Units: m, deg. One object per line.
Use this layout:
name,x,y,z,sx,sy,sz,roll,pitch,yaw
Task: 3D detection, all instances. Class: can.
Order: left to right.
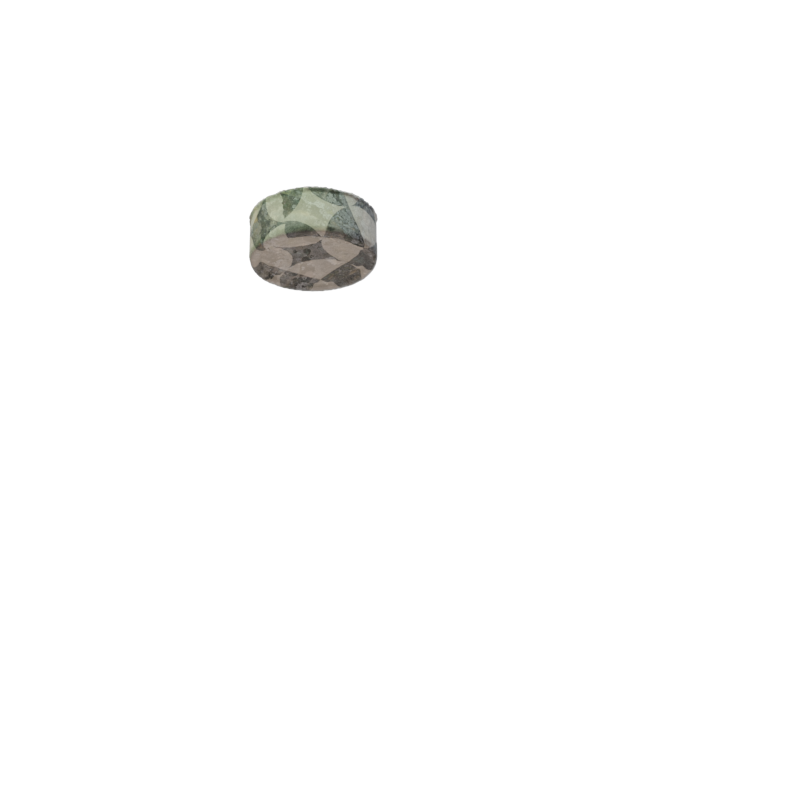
can,-0.058,-0.105,0.735,0.086,0.036,0.081,1,-24,-2
